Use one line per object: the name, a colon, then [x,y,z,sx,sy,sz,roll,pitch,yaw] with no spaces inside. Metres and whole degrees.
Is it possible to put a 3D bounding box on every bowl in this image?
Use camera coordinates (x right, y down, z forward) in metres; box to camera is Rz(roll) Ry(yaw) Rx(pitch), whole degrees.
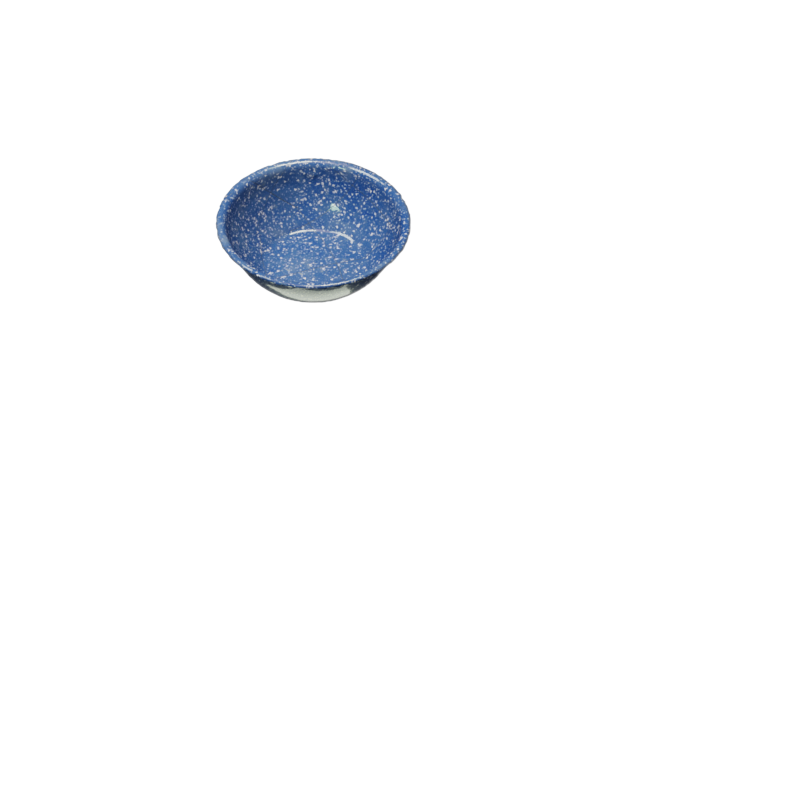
bowl: [-0.073,-0.134,0.935,0.162,0.174,0.051,-1,-44,-1]
